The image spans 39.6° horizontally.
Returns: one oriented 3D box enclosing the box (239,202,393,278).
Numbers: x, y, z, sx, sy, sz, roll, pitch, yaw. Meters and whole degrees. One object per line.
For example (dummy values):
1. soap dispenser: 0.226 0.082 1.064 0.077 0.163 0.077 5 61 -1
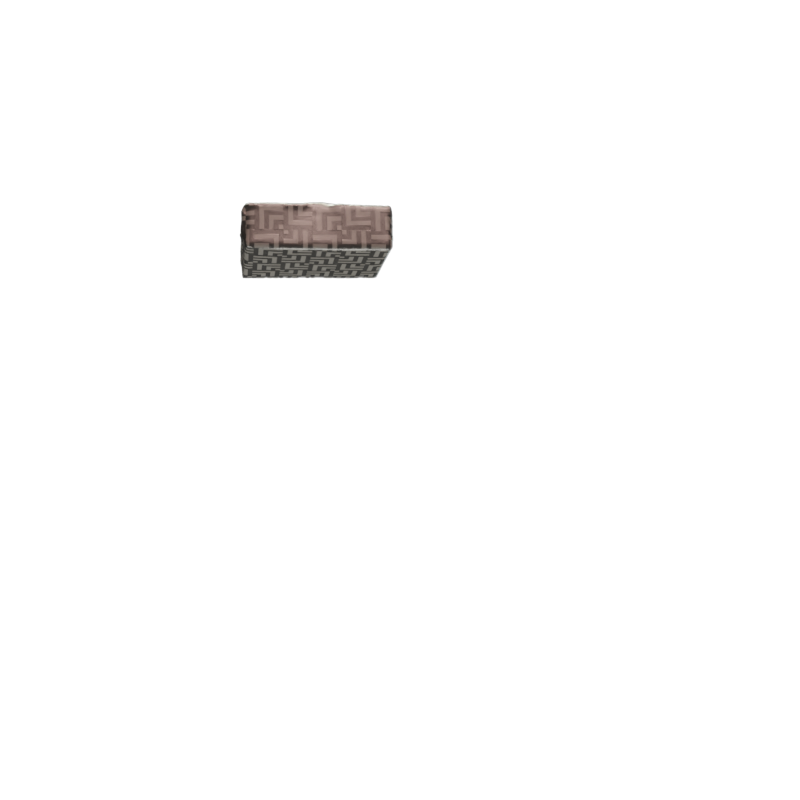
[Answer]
1. box: -0.053 -0.097 0.677 0.089 0.031 0.071 1 -9 -5
